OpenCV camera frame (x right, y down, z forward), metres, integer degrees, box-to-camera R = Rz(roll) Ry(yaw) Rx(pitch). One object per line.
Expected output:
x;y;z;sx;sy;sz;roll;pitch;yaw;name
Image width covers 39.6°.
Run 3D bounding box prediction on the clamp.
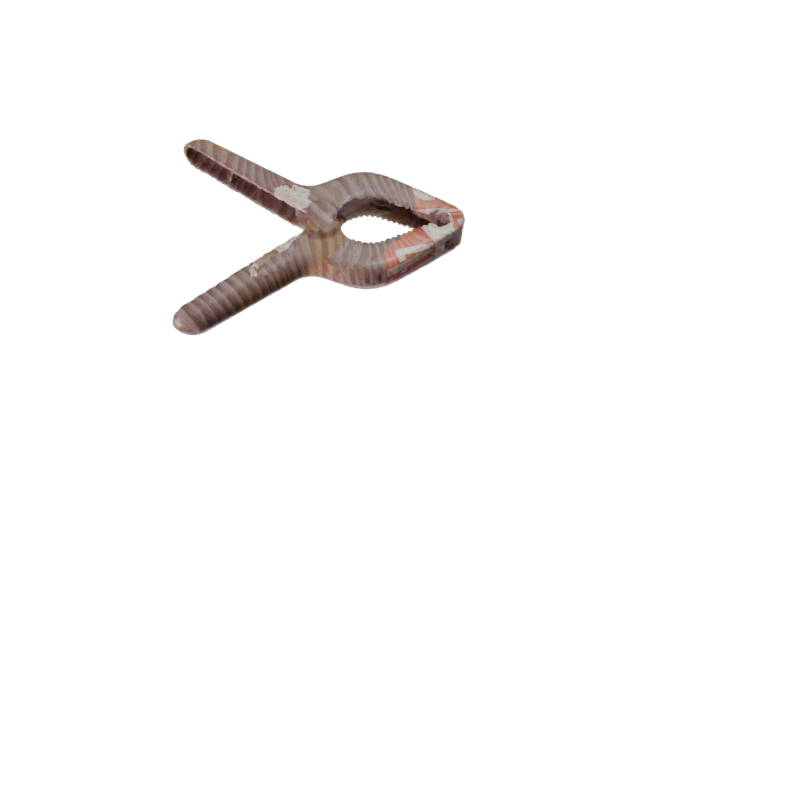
-0.061;-0.112;0.783;0.211;0.175;0.034;4;-32;2;clamp
